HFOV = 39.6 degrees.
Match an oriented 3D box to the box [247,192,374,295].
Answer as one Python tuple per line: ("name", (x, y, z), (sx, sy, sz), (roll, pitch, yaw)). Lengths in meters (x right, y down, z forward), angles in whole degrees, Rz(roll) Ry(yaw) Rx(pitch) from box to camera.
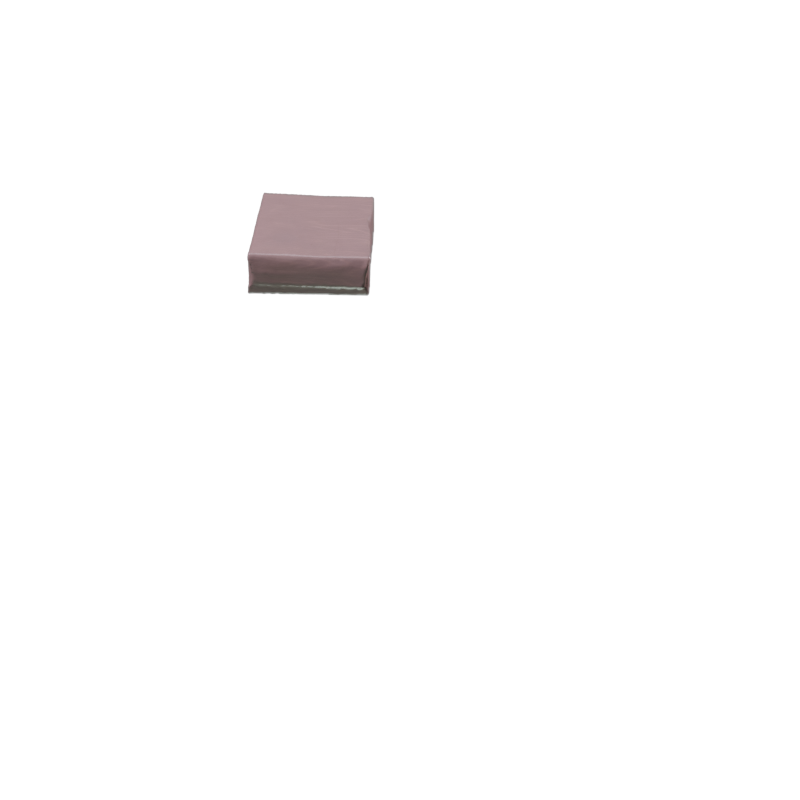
("box", (-0.054, -0.098, 0.688), (0.073, 0.028, 0.094), (2, 33, 2))
